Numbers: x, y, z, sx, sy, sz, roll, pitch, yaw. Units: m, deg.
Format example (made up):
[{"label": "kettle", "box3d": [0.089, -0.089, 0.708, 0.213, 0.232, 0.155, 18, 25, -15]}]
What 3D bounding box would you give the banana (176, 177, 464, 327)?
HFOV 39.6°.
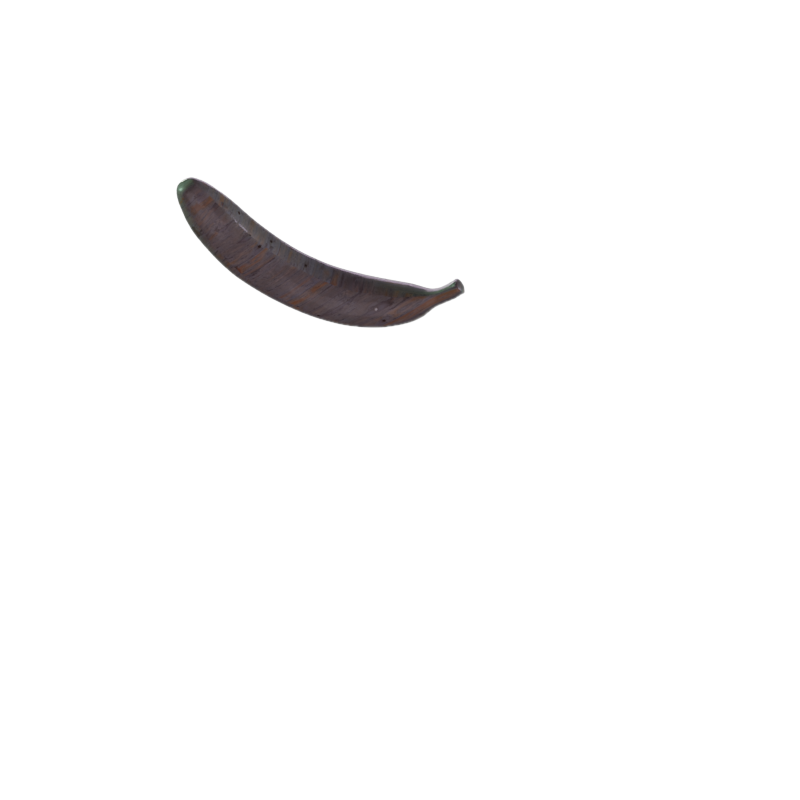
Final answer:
[{"label": "banana", "box3d": [-0.061, -0.088, 0.729, 0.193, 0.067, 0.039, 19, 33, -12]}]
